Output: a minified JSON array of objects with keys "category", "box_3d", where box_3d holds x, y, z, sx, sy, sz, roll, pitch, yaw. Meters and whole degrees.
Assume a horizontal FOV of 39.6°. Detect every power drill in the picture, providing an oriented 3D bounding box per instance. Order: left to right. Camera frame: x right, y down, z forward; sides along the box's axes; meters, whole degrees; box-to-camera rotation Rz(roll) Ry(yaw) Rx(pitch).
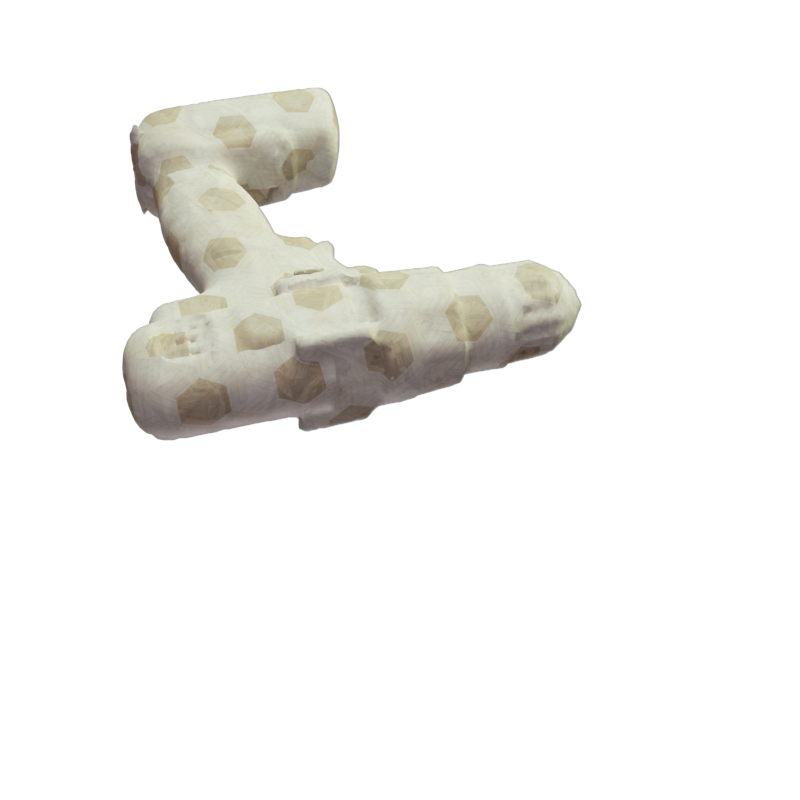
[{"category":"power drill","box_3d":[-0.038,-0.070,0.489,0.182,0.054,0.203,-11,42,-13]}]
